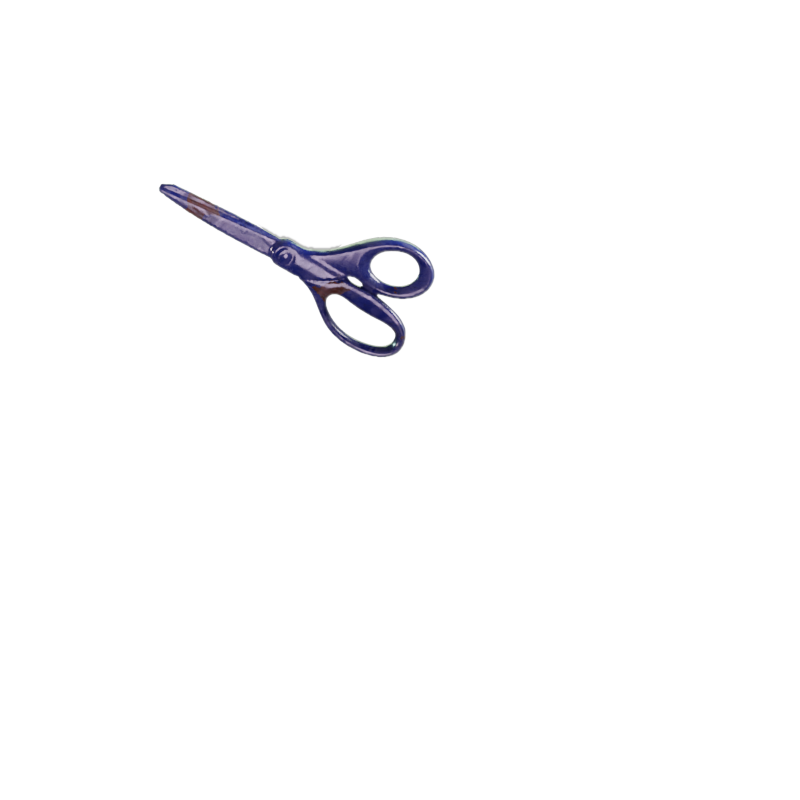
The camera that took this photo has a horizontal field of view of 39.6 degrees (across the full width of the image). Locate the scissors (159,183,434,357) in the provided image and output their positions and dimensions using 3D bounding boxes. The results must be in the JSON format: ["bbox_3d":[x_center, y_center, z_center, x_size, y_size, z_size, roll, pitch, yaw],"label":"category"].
[{"bbox_3d":[-0.059,-0.108,0.759,0.095,0.194,0.017,-42,16,16],"label":"scissors"}]
